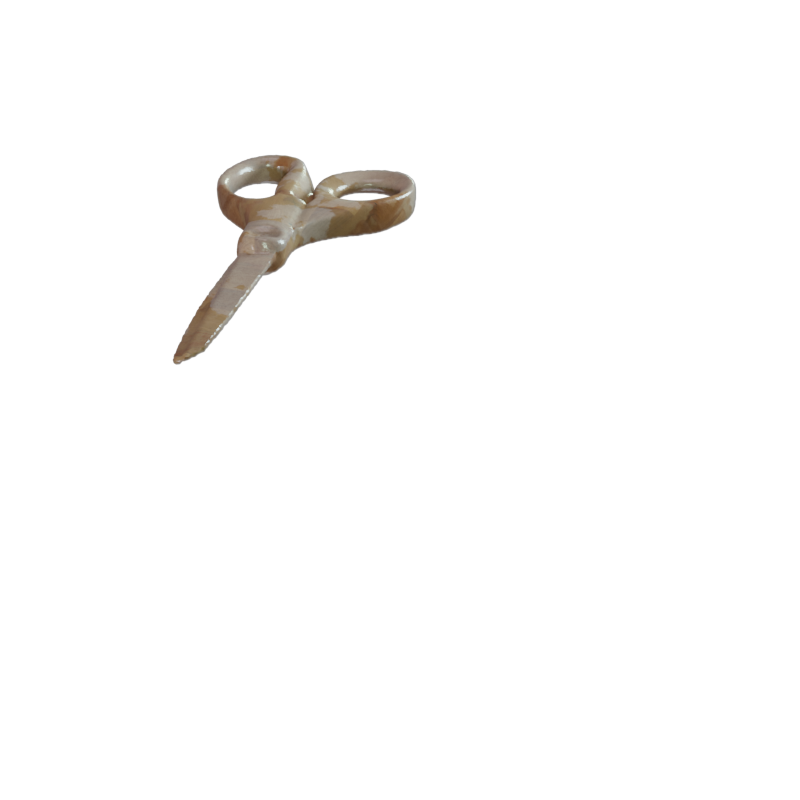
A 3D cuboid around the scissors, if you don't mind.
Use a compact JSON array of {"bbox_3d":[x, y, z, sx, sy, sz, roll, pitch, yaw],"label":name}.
[{"bbox_3d":[-0.034,-0.061,0.430,0.096,0.015,0.214,-3,28,-6],"label":"scissors"}]
